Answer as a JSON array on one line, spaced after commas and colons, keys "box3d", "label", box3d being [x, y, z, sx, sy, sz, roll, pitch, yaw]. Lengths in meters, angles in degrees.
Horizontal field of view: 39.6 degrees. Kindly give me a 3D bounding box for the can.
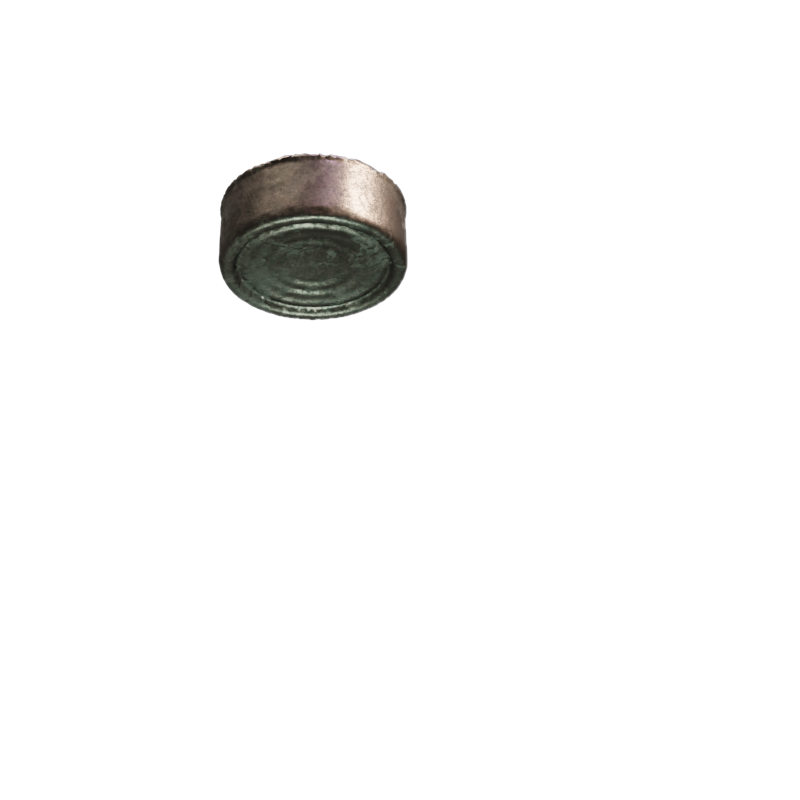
[{"box3d": [-0.039, -0.072, 0.502, 0.086, 0.036, 0.081, 1, -31, -2], "label": "can"}]
